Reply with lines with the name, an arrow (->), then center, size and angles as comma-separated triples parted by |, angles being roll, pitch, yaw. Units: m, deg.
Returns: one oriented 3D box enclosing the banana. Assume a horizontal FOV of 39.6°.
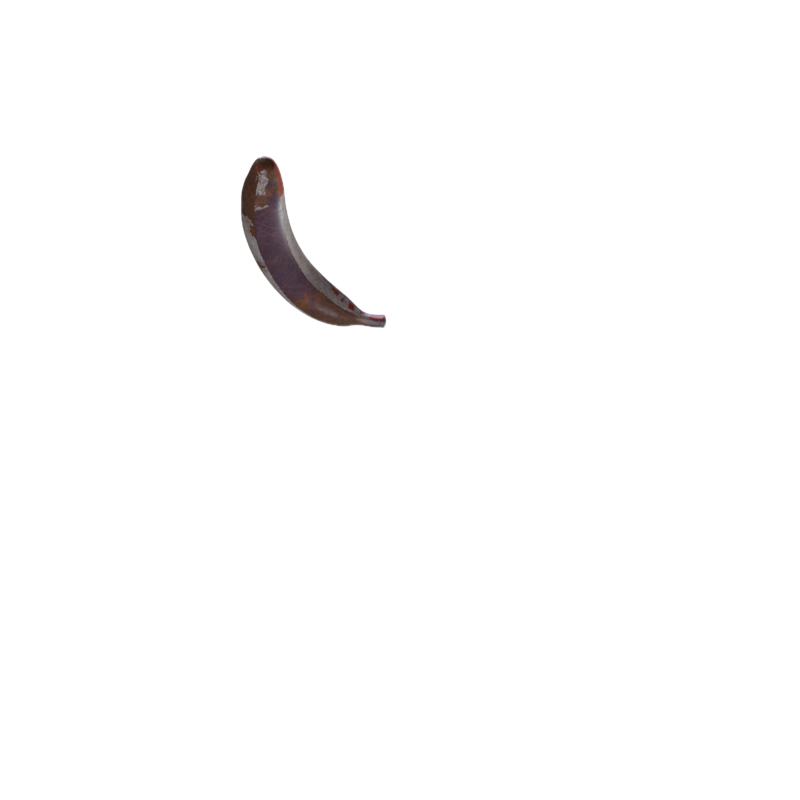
banana -> -0.085, -0.119, 0.900 | 0.070, 0.039, 0.183 | -22, -49, 20
